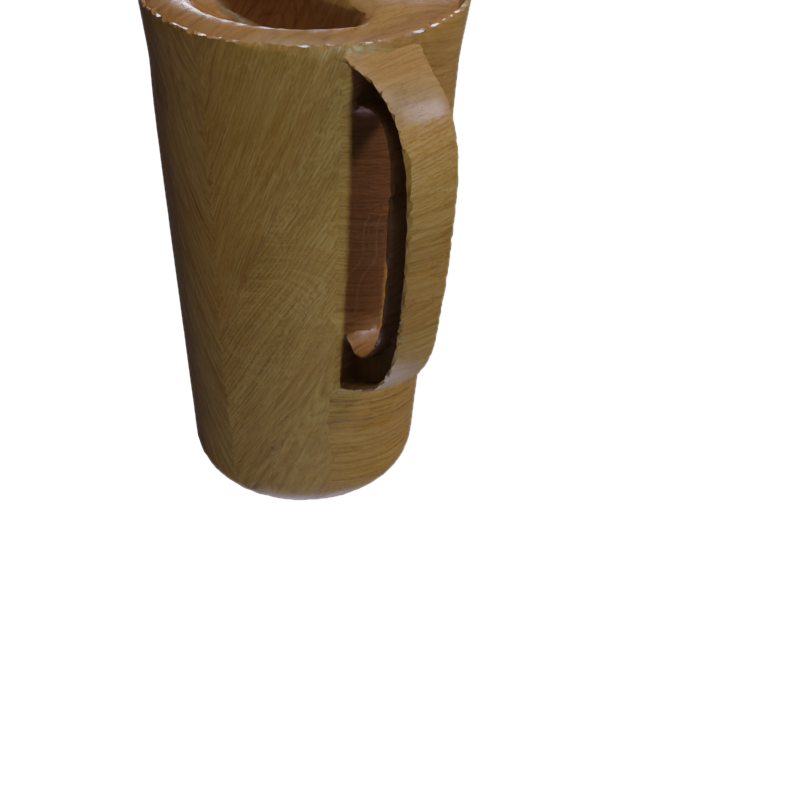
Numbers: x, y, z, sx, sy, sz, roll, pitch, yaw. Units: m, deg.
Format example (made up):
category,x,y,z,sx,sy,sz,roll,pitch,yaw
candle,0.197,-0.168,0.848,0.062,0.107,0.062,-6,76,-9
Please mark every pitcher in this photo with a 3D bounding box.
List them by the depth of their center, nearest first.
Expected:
category,x,y,z,sx,sy,sz,roll,pitch,yaw
pitcher,-0.039,-0.070,0.493,0.148,0.228,0.156,10,35,12
